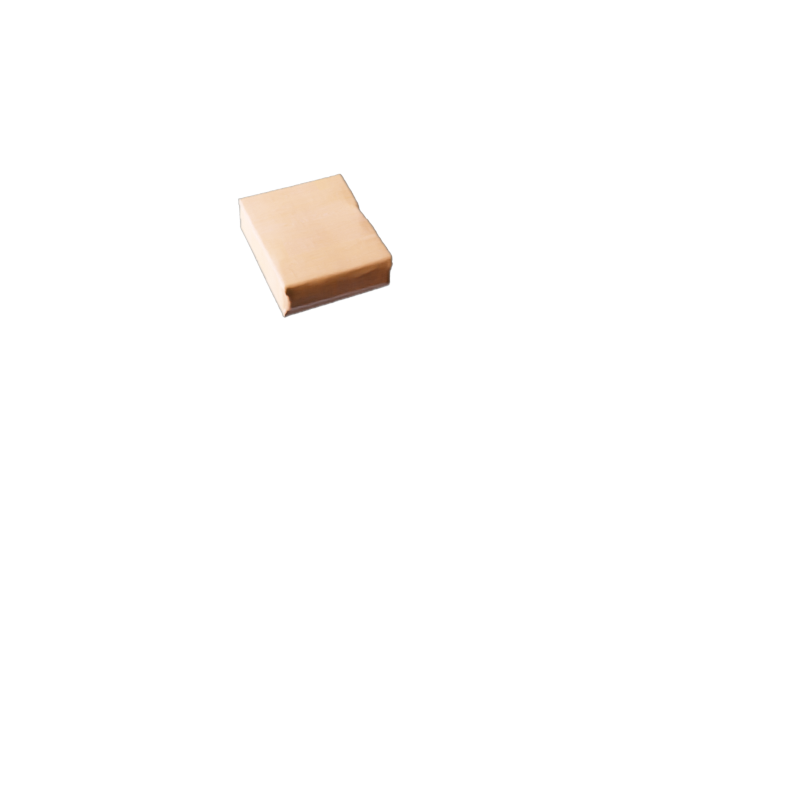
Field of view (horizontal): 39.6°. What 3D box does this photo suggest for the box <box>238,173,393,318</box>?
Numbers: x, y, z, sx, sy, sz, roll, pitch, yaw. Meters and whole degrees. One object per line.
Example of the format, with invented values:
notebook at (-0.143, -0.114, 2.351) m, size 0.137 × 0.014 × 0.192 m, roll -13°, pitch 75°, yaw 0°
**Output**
box at (-0.055, -0.101, 0.709) m, size 0.072 × 0.097 × 0.028 m, roll -17°, pitch -40°, yaw -15°
